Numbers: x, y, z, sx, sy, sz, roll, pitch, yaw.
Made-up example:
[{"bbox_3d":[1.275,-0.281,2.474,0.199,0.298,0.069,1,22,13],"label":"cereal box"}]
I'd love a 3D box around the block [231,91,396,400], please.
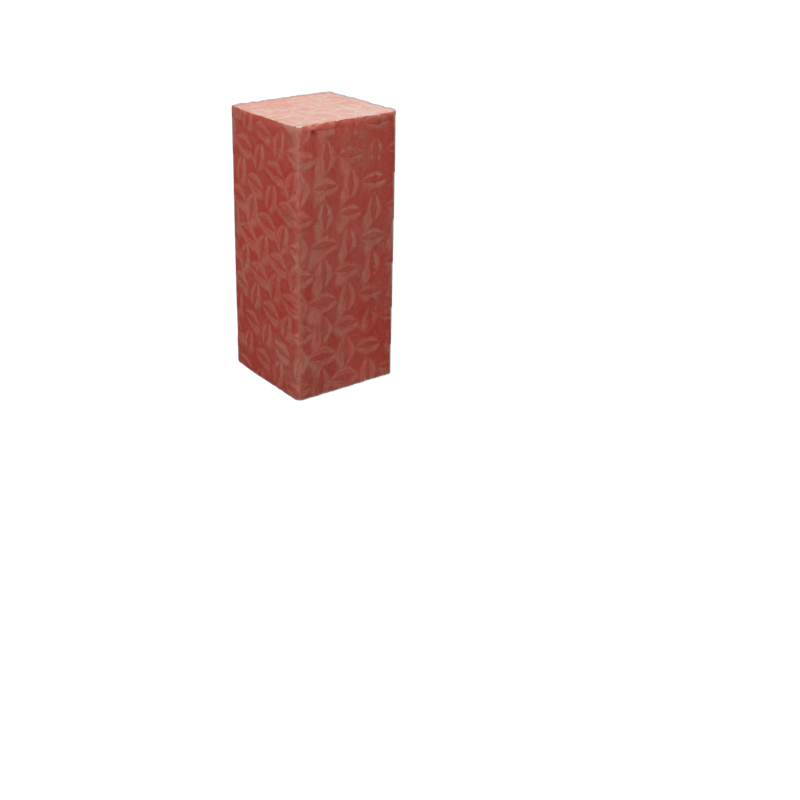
[{"bbox_3d":[-0.065,-0.119,0.832,0.089,0.197,0.096,-13,25,-34],"label":"block"}]
